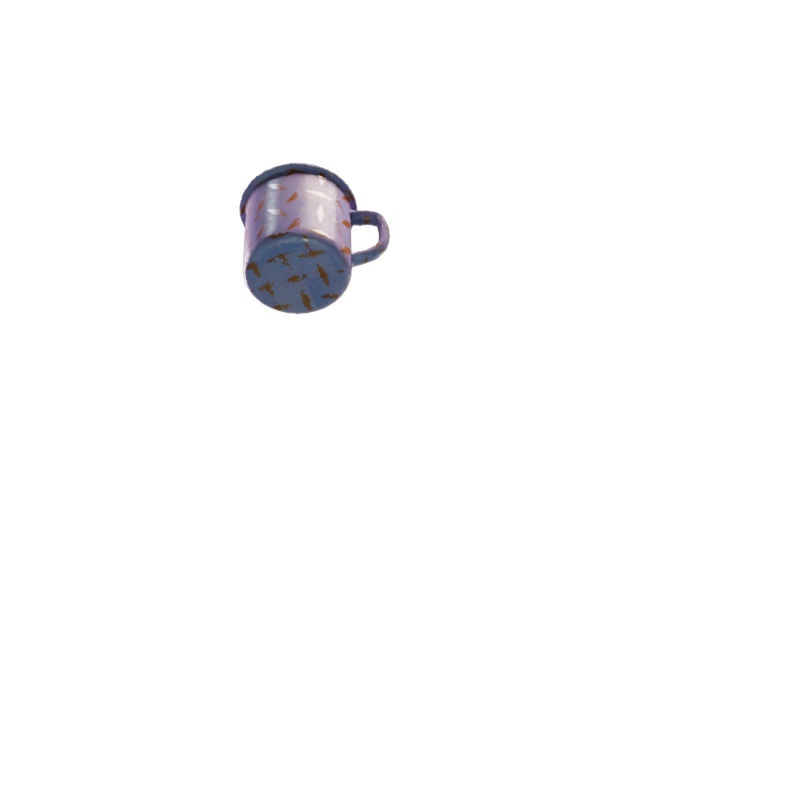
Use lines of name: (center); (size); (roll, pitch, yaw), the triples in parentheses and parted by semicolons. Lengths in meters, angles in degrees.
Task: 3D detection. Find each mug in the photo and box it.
mug: (-0.066, -0.121, 0.848); (0.117, 0.087, 0.087); (-2, 44, 0)
